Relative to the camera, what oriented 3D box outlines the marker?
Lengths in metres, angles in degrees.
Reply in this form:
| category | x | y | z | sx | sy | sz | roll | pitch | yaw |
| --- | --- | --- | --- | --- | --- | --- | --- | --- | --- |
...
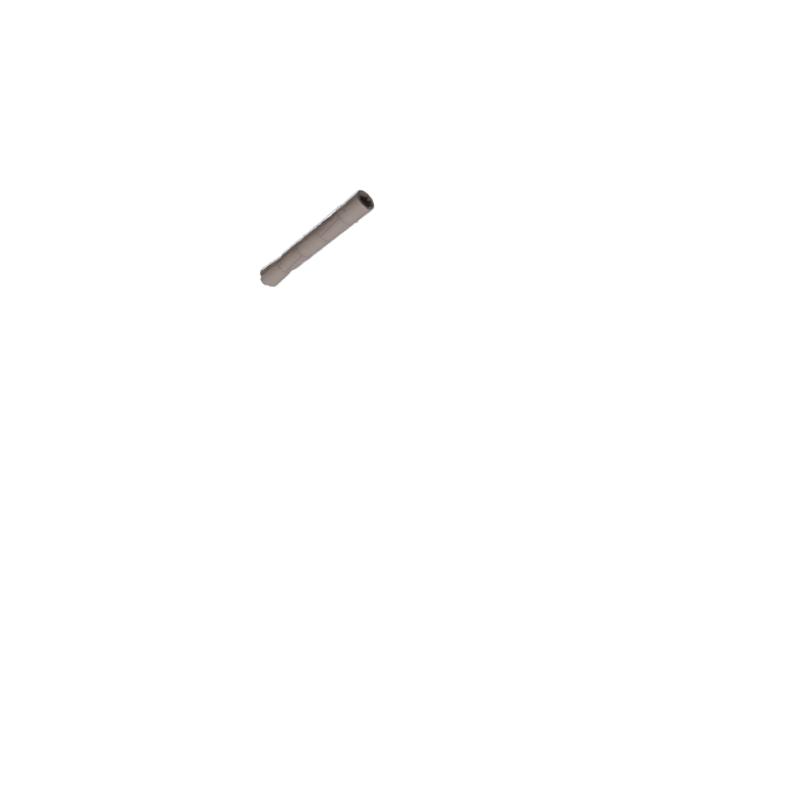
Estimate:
| category | x | y | z | sx | sy | sz | roll | pitch | yaw |
| --- | --- | --- | --- | --- | --- | --- | --- | --- | --- |
| marker | -0.068 | -0.124 | 0.872 | 0.120 | 0.021 | 0.019 | -33 | -16 | 33 |
